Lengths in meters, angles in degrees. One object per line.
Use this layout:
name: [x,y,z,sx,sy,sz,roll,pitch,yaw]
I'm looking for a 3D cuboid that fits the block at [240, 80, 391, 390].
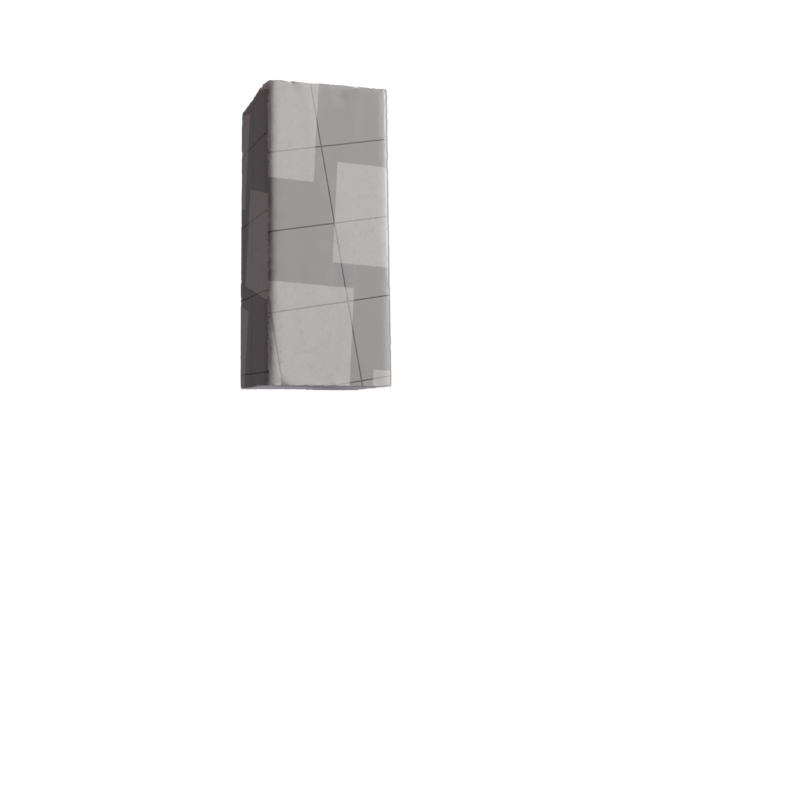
block: [-0.062,-0.112,0.787,0.088,0.211,0.091,2,-8,-17]
